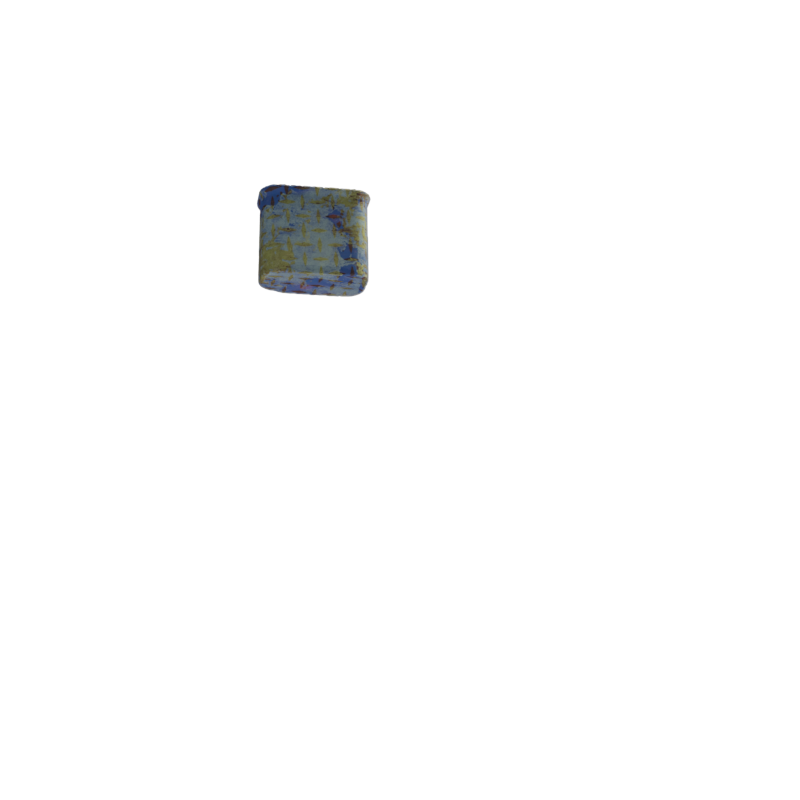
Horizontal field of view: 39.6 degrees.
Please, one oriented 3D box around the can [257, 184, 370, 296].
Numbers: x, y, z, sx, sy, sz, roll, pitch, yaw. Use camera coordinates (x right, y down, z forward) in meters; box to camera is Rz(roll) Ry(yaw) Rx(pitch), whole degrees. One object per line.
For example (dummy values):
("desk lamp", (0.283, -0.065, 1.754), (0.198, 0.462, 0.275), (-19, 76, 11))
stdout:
("can", (-0.078, -0.142, 0.997), (0.101, 0.088, 0.055), (2, -22, -9))
